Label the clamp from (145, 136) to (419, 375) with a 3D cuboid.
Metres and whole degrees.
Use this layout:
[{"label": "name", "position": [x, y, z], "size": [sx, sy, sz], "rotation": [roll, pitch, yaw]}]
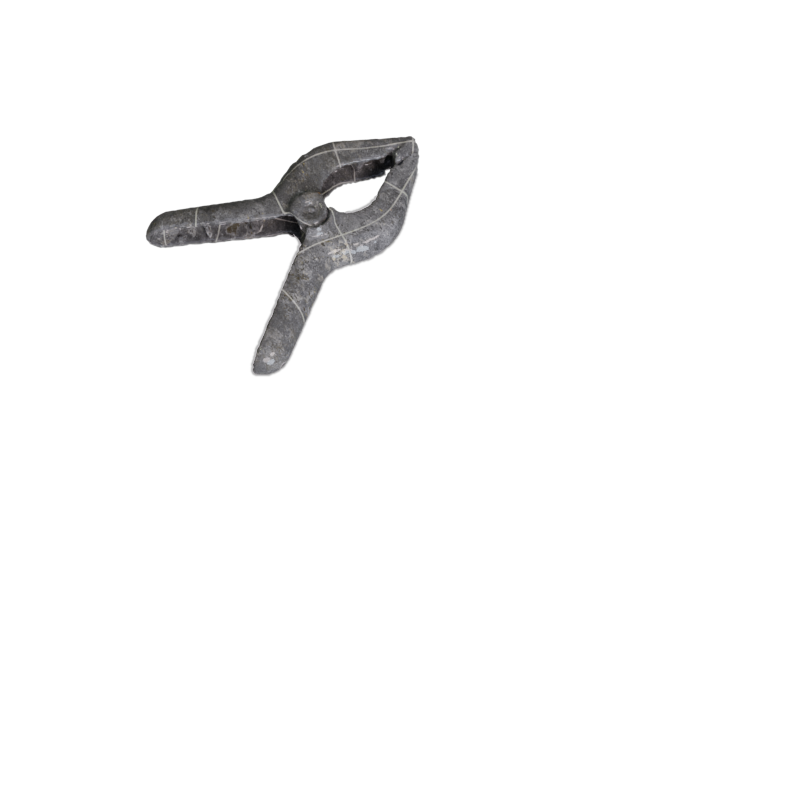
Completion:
[{"label": "clamp", "position": [-0.052, -0.094, 0.659], "size": [0.171, 0.126, 0.037], "rotation": [-29, -16, -10]}]
